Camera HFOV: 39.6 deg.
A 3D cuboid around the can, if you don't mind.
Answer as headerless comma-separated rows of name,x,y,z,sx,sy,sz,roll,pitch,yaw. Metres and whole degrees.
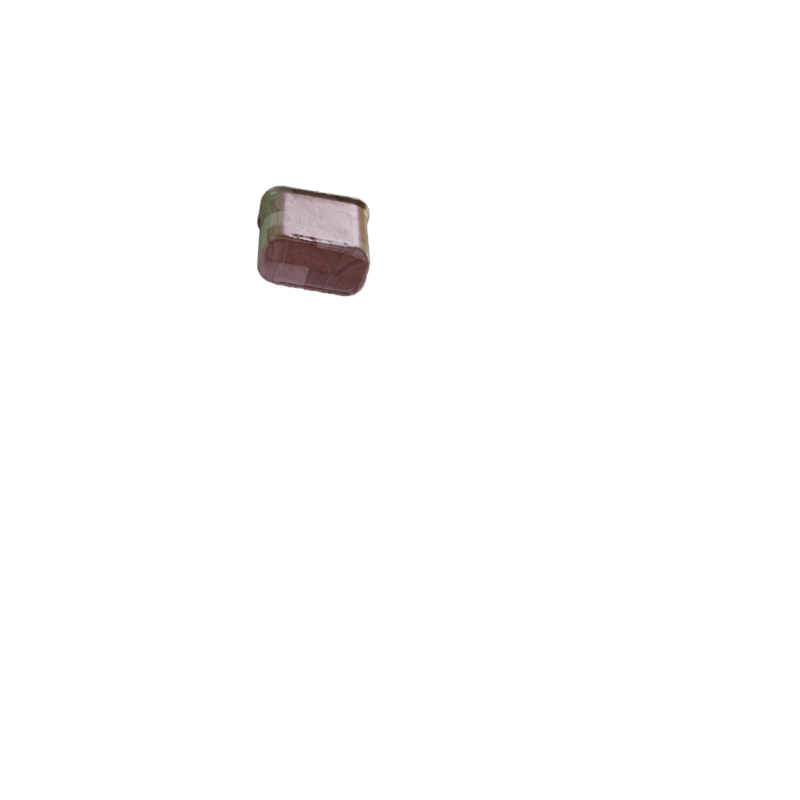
can,-0.078,-0.141,0.990,0.101,0.054,0.090,8,36,-8
